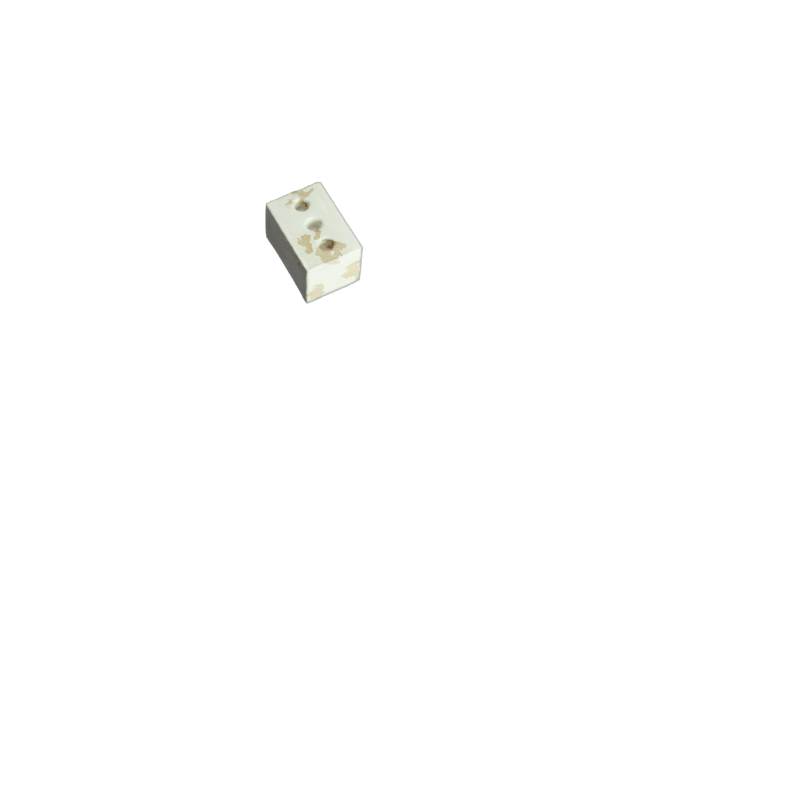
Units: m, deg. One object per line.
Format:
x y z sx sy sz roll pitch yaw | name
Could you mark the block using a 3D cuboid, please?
-0.071 -0.130 0.911 0.052 0.083 0.048 -24 -28 -16 | block
